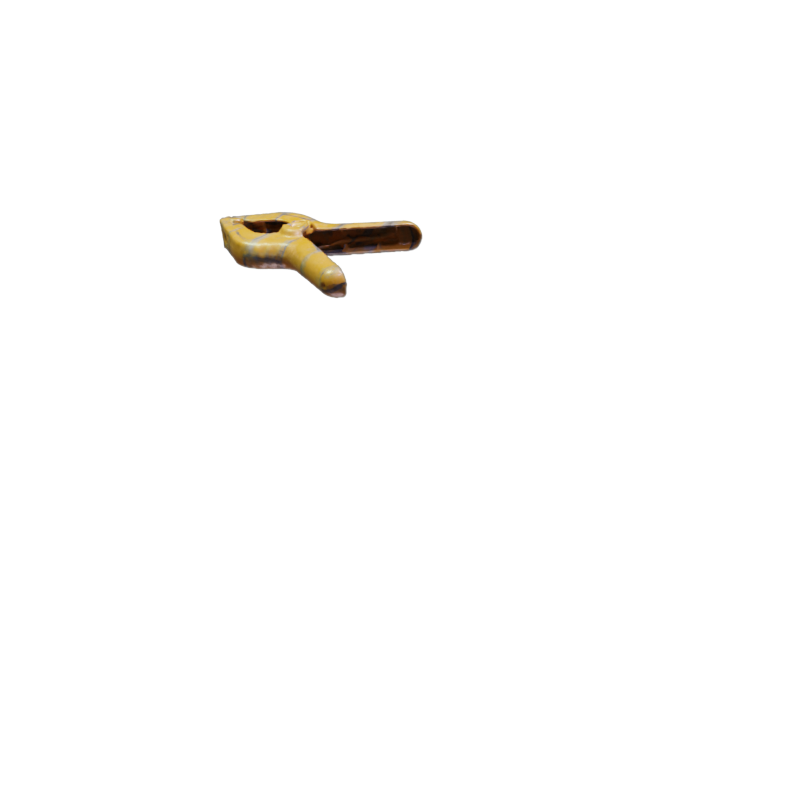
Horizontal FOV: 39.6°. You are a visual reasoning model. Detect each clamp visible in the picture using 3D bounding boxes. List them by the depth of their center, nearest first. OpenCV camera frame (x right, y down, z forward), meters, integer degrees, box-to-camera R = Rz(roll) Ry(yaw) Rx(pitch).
[{"bbox_3d":[-0.071,-0.129,0.907,0.182,0.037,0.119,23,33,39],"label":"clamp"}]
